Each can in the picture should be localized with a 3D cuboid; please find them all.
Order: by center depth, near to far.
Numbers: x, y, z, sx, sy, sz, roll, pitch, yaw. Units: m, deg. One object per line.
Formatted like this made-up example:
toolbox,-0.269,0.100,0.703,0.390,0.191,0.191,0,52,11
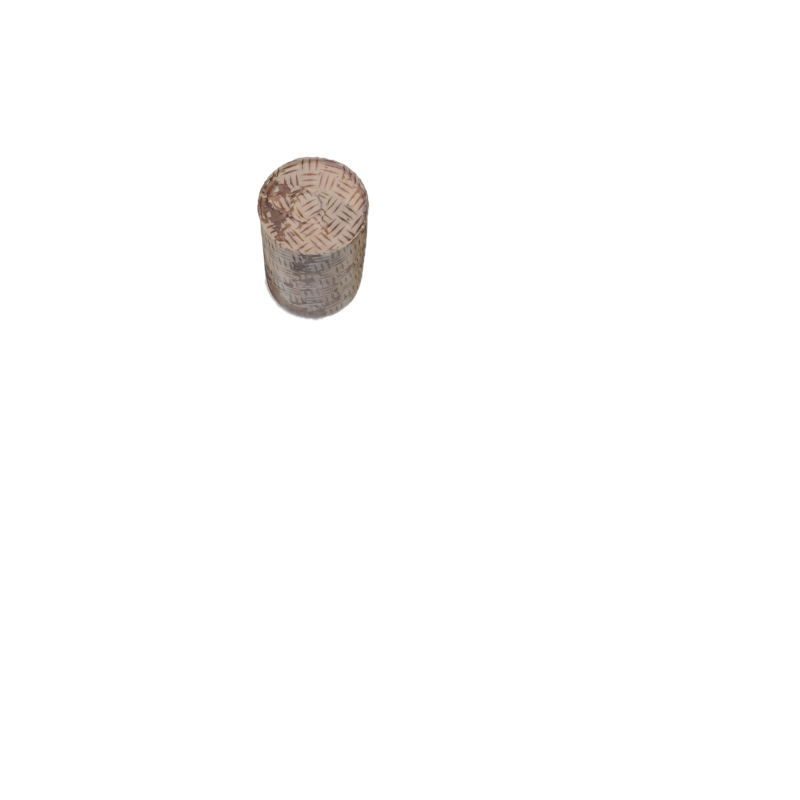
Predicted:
can,-0.056,-0.102,0.716,0.068,0.072,0.097,0,-22,-3
